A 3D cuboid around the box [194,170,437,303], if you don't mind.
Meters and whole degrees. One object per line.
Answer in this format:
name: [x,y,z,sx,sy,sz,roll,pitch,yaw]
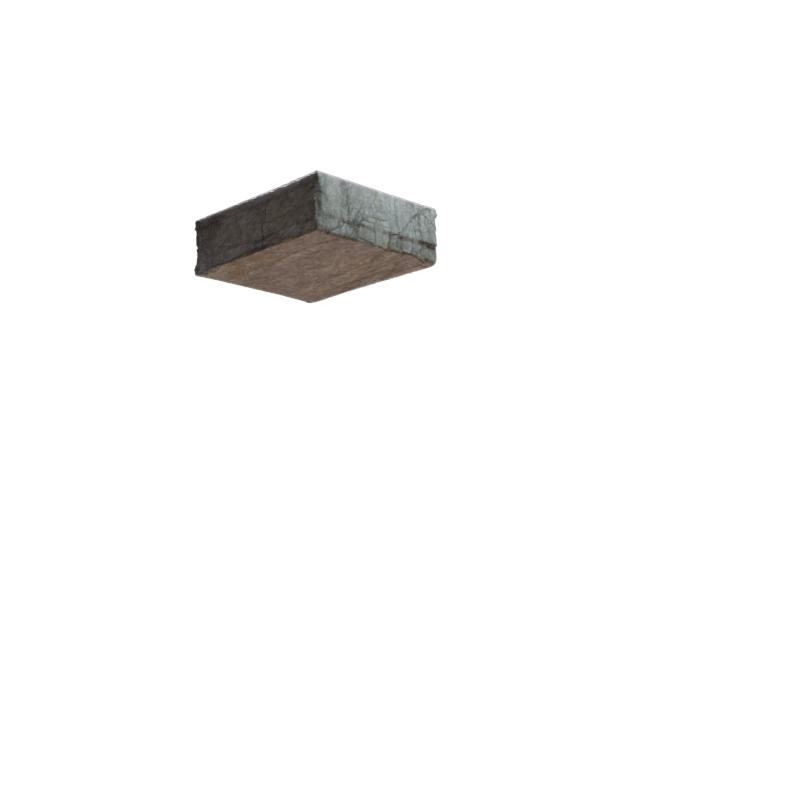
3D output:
box: [-0.049,-0.090,0.628,0.085,0.040,0.115,12,-18,-42]
